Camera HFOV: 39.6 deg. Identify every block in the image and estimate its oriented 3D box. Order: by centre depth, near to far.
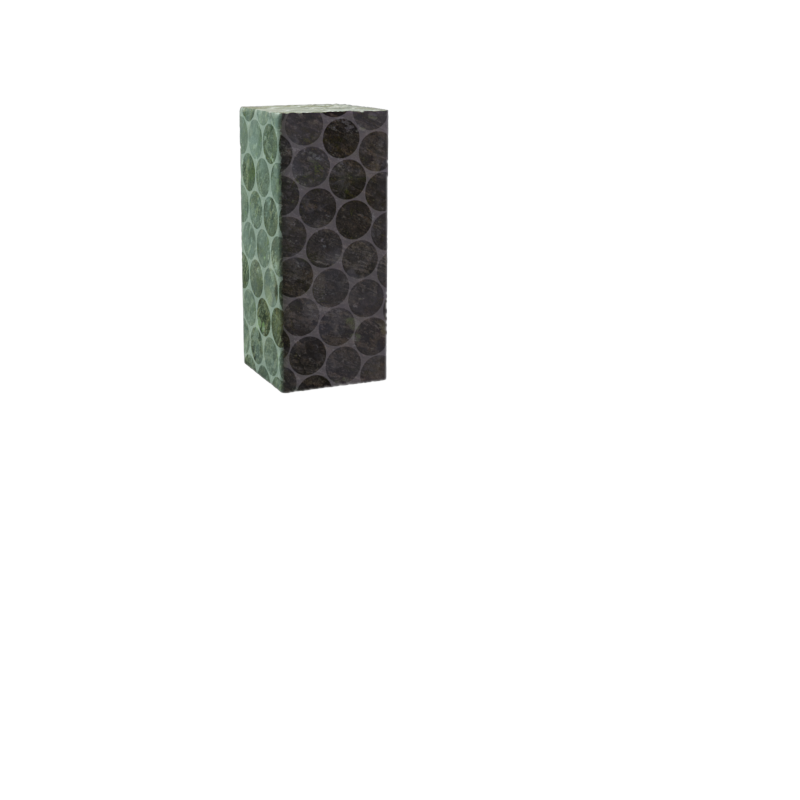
[{"bbox_3d":[-0.068,-0.122,0.854,0.088,0.201,0.096,-5,14,-25],"label":"block"}]
